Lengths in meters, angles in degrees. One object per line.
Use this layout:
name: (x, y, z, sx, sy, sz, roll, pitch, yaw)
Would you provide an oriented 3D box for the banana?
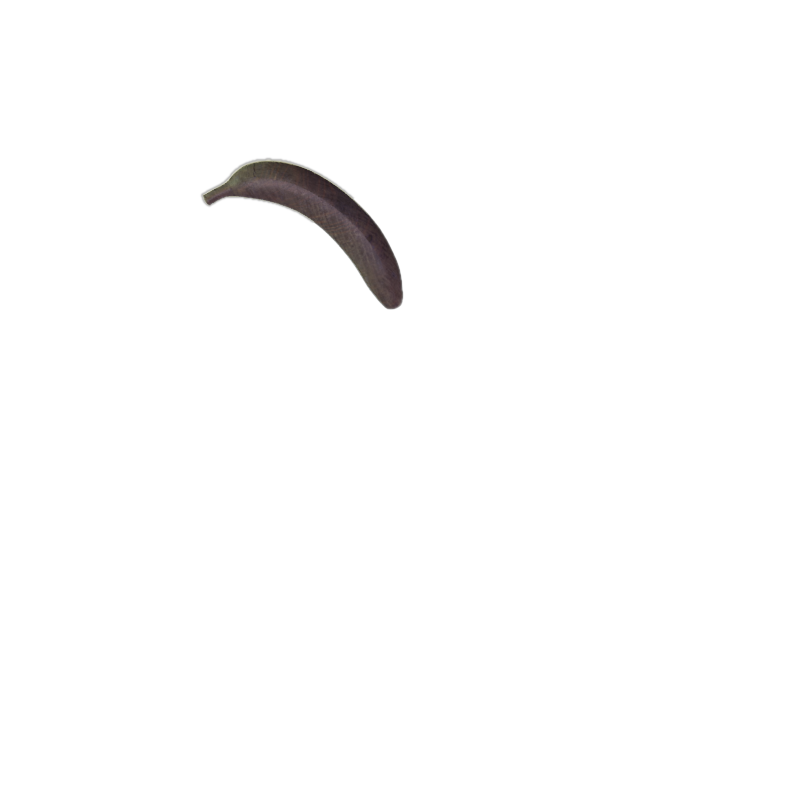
banana: (-0.067, -0.152, 0.946, 0.192, 0.068, 0.039, 30, 19, -12)
